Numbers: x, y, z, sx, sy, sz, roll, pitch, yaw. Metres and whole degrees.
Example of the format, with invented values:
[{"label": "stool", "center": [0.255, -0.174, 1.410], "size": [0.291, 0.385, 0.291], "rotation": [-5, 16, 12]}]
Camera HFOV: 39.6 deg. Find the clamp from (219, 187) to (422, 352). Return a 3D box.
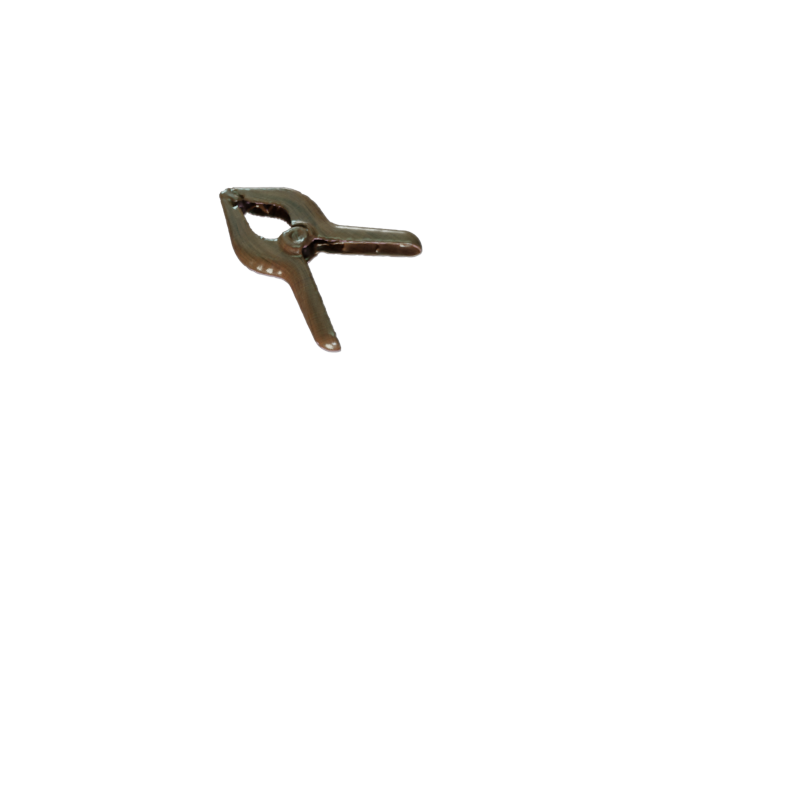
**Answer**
[{"label": "clamp", "center": [-0.071, -0.129, 0.902], "size": [0.121, 0.181, 0.037], "rotation": [-39, -23, -20]}]
